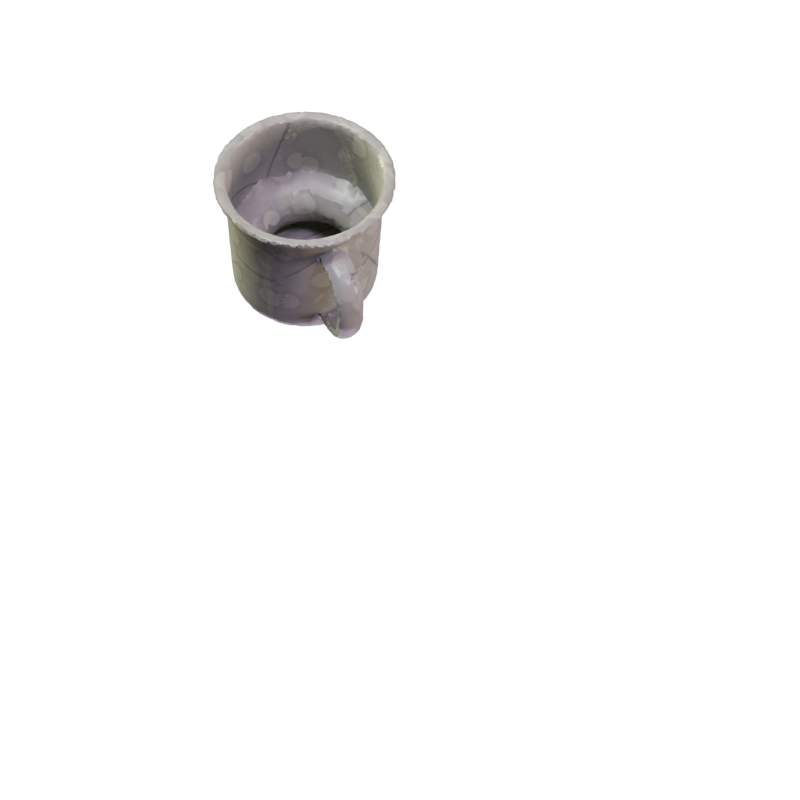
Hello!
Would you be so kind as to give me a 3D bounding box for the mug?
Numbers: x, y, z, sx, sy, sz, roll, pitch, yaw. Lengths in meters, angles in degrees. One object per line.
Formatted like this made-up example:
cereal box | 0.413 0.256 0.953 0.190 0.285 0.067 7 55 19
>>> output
mug | -0.046 -0.084 0.588 0.092 0.126 0.076 -19 -33 -15
